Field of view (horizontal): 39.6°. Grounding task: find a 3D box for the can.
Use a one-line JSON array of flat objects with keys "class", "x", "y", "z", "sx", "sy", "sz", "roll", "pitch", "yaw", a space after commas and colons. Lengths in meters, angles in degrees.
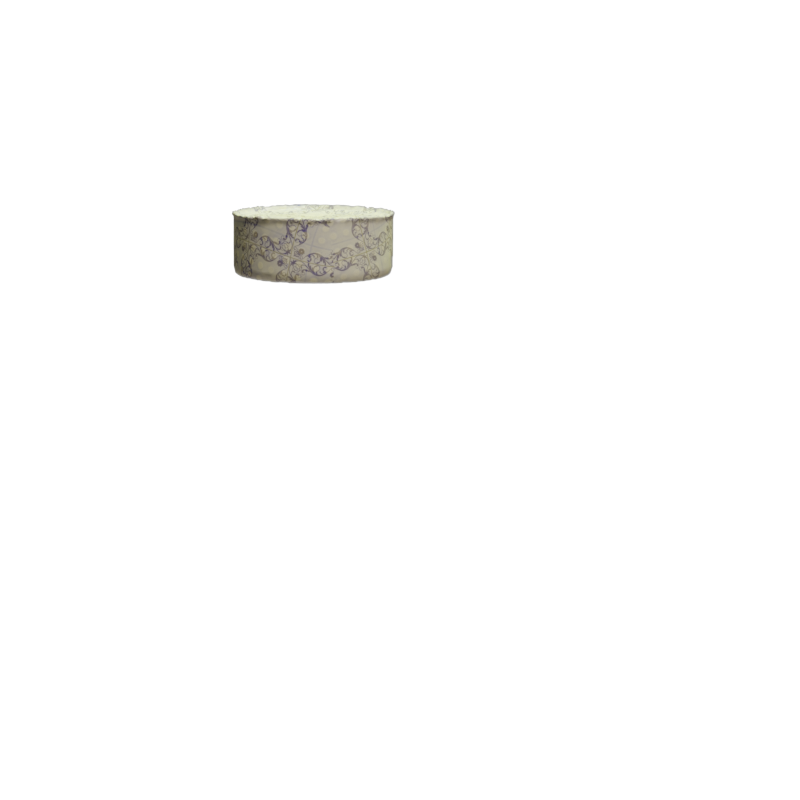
[{"class": "can", "x": -0.046, "y": -0.084, "z": 0.588, "sx": 0.086, "sy": 0.033, "sz": 0.088, "roll": 0, "pitch": 13, "yaw": -2}]
